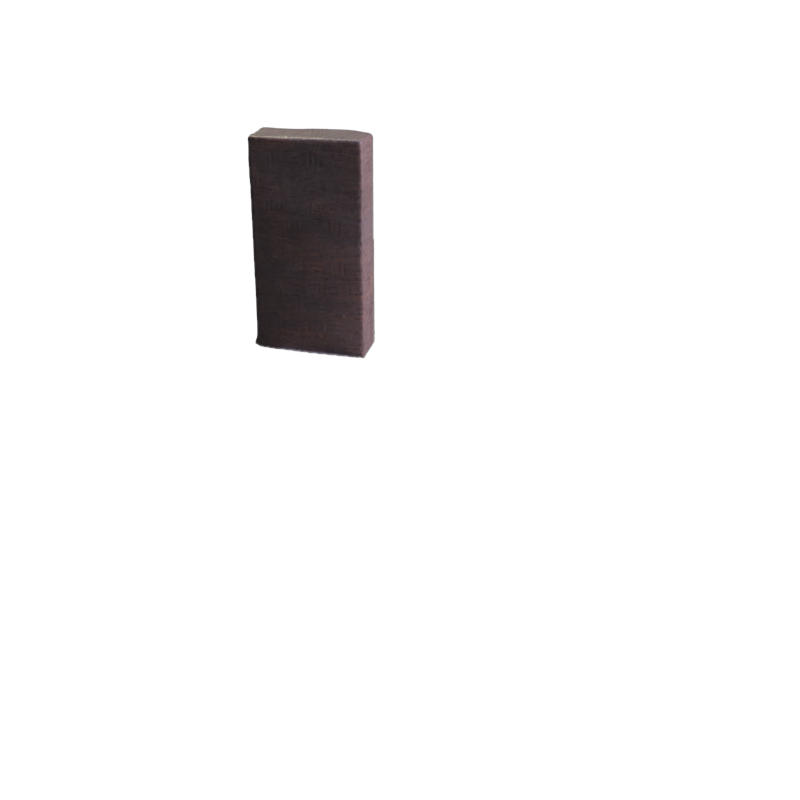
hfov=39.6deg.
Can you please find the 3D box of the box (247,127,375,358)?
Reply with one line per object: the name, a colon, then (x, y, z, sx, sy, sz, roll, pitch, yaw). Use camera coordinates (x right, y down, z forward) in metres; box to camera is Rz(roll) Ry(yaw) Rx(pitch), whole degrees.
box: (-0.068, -0.125, 0.875, 0.095, 0.170, 0.049, 6, 17, 15)
